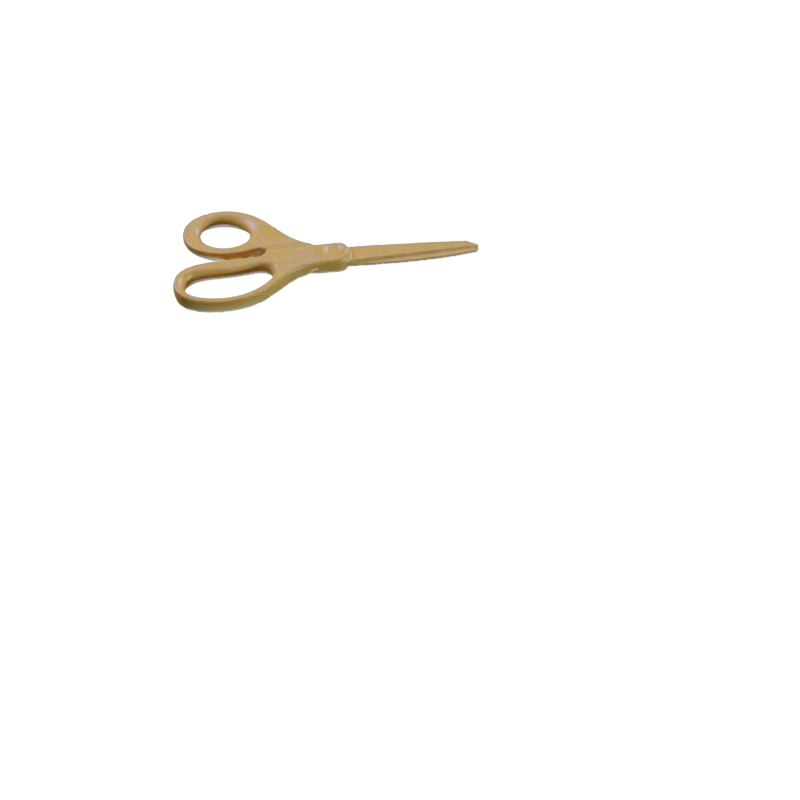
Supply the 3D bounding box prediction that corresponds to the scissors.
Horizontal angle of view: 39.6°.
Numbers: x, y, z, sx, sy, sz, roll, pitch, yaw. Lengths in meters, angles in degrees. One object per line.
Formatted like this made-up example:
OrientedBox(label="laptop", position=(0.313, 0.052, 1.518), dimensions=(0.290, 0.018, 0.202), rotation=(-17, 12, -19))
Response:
OrientedBox(label="scissors", position=(-0.058, -0.107, 0.746), dimensions=(0.200, 0.015, 0.104), rotation=(-17, 49, -16))
